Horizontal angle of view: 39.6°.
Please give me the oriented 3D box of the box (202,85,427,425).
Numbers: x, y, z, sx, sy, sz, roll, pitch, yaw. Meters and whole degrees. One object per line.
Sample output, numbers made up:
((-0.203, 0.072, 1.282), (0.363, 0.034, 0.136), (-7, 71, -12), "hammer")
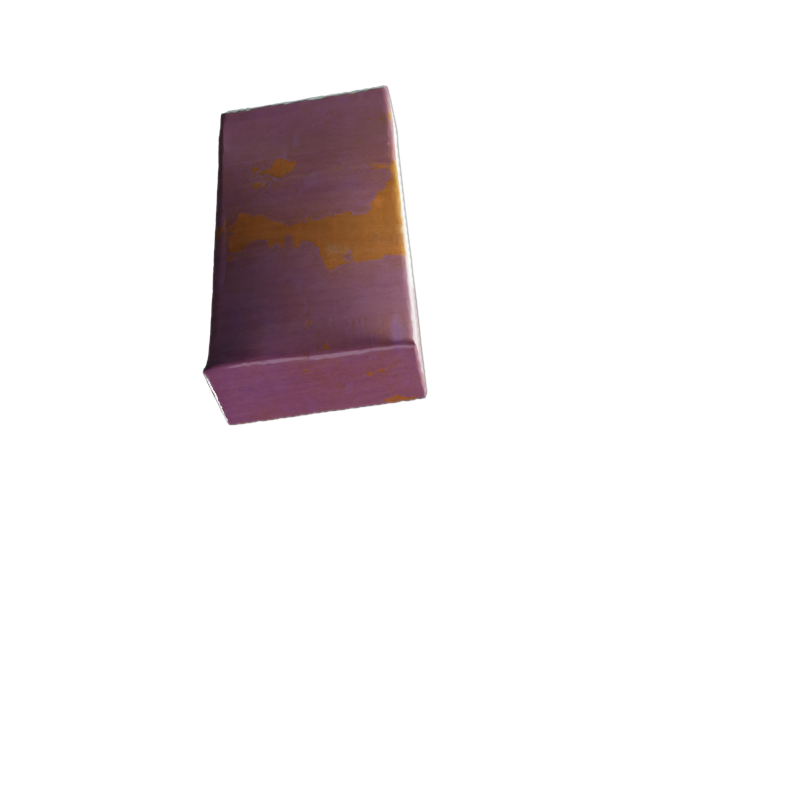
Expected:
((-0.042, -0.076, 0.534), (0.094, 0.189, 0.044), (-9, -43, 6), "box")
